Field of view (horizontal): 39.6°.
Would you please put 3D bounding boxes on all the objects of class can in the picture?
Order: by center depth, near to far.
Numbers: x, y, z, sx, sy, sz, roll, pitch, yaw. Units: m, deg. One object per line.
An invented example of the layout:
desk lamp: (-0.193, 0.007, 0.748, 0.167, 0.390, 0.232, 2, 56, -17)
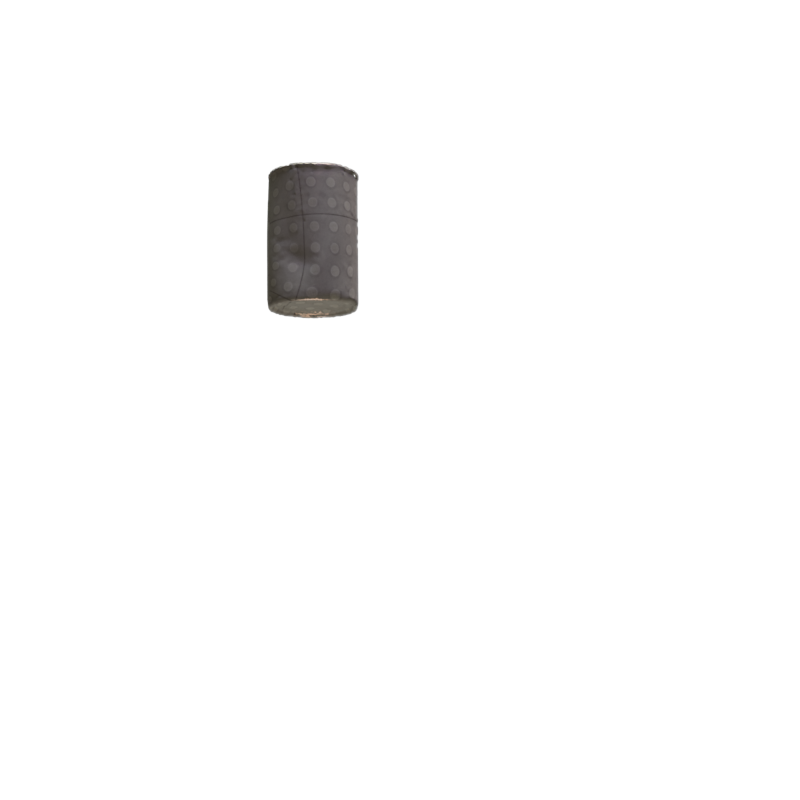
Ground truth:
can: (-0.064, -0.117, 0.816, 0.068, 0.106, 0.066, 0, -13, -2)
